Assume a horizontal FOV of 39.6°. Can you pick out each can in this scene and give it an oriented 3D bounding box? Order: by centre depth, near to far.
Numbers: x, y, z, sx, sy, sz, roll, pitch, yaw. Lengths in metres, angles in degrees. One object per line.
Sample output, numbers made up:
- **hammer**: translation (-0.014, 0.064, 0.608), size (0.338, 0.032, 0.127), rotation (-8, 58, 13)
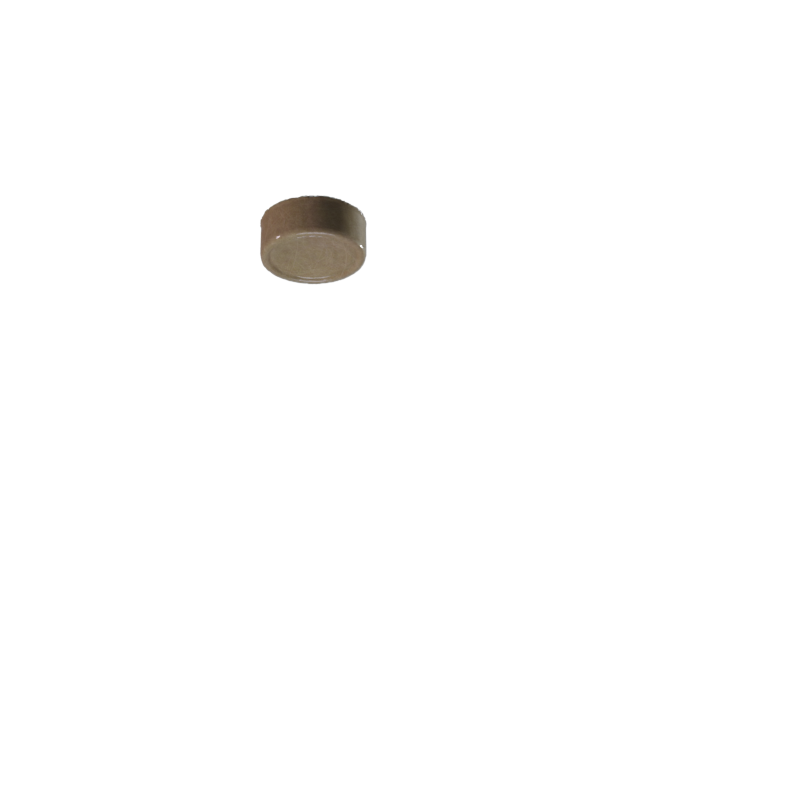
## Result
- **can**: translation (-0.069, -0.127, 0.886), size (0.086, 0.036, 0.081), rotation (1, -25, -2)
